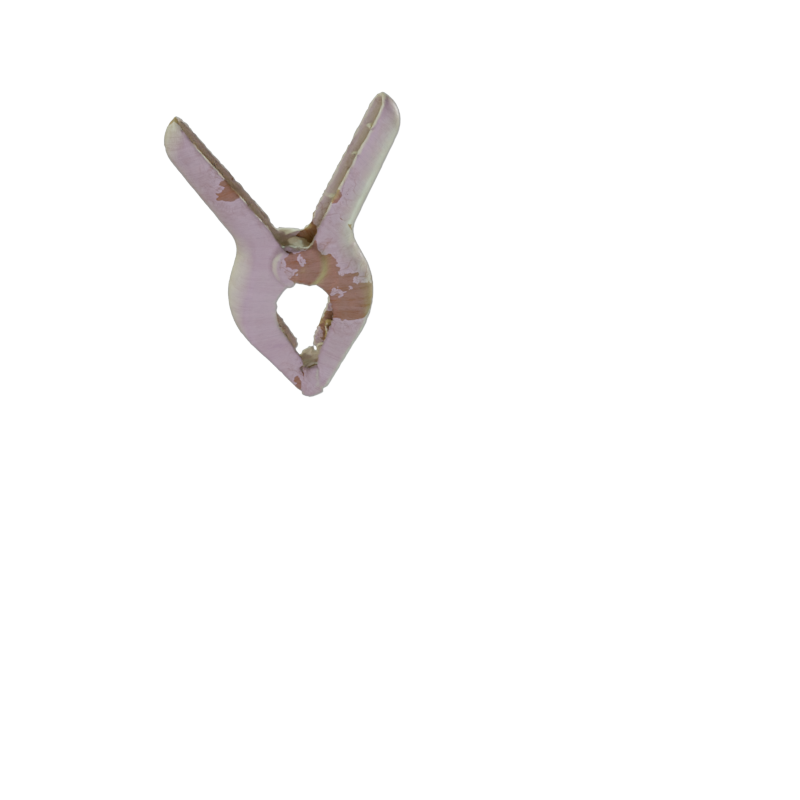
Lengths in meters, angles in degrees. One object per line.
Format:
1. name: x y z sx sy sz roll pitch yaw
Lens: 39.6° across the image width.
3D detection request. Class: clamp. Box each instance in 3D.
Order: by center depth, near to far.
1. clamp: -0.047 -0.085 0.594 0.121 0.161 0.042 -12 28 6
